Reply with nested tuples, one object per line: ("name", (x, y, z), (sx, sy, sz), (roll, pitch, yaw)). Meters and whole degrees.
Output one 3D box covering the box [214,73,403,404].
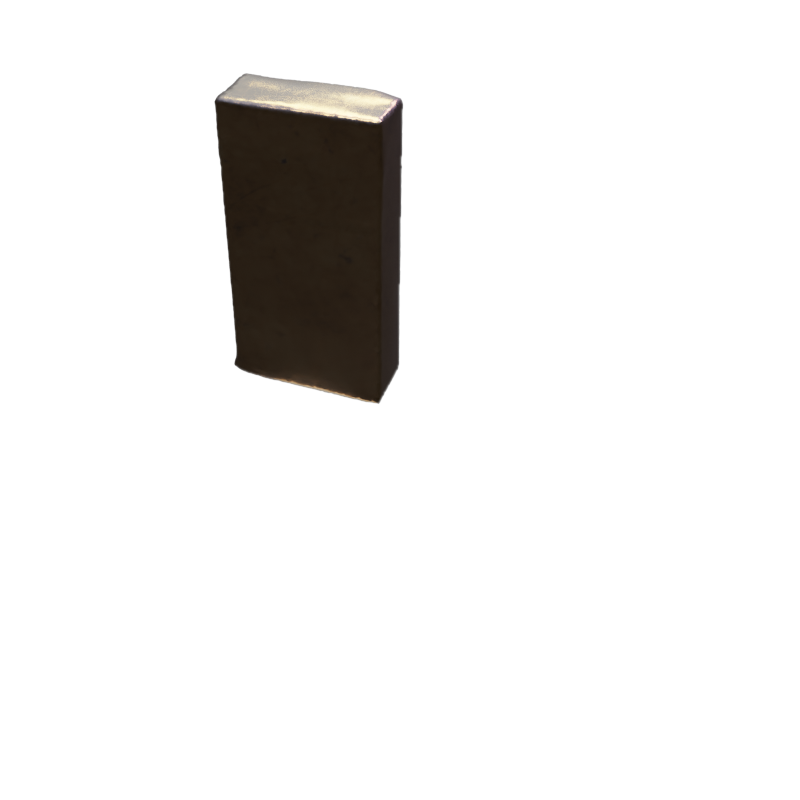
("box", (-0.048, -0.087, 0.611), (0.096, 0.166, 0.049), (13, 33, 17))
